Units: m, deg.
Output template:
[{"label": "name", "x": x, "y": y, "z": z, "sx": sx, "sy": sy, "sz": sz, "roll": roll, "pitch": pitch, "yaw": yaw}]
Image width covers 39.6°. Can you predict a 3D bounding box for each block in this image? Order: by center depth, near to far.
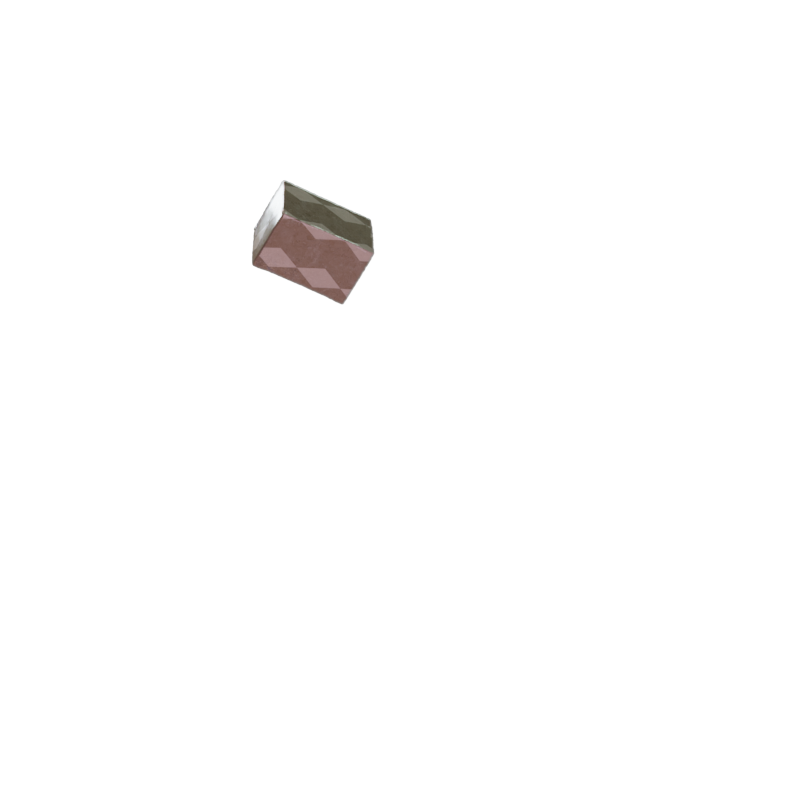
[{"label": "block", "x": -0.065, "y": -0.119, "z": 0.831, "sx": 0.075, "sy": 0.051, "sz": 0.055, "roll": 24, "pitch": 31, "yaw": -17}]
